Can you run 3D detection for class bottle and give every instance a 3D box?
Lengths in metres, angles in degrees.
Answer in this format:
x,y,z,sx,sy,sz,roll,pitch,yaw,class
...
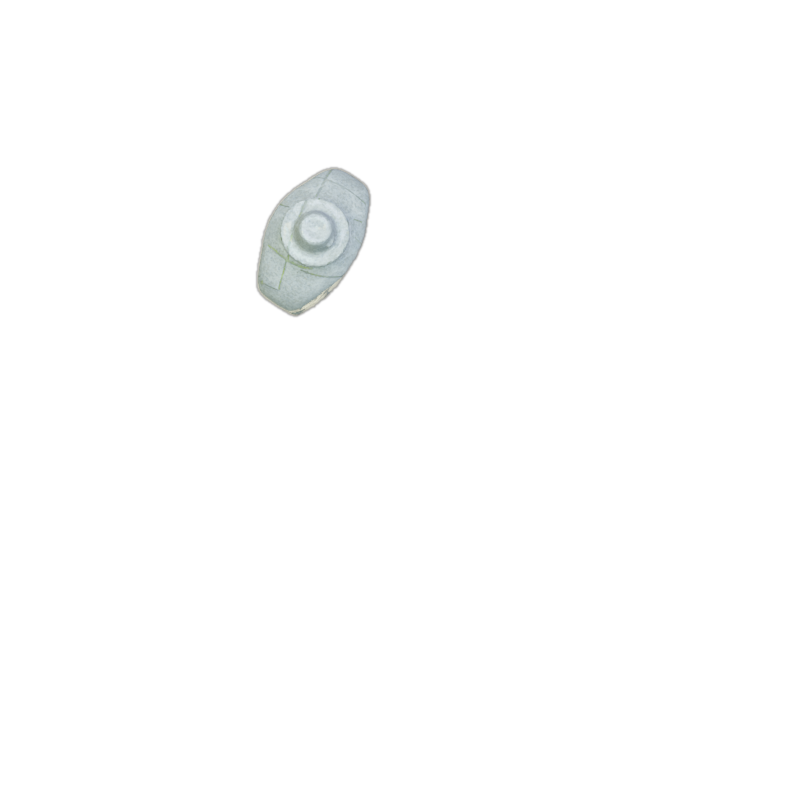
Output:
x,y,z,sx,sy,sz,roll,pitch,yaw,class
-0.056,-0.103,0.723,0.058,0.096,0.192,34,-1,-5,bottle
